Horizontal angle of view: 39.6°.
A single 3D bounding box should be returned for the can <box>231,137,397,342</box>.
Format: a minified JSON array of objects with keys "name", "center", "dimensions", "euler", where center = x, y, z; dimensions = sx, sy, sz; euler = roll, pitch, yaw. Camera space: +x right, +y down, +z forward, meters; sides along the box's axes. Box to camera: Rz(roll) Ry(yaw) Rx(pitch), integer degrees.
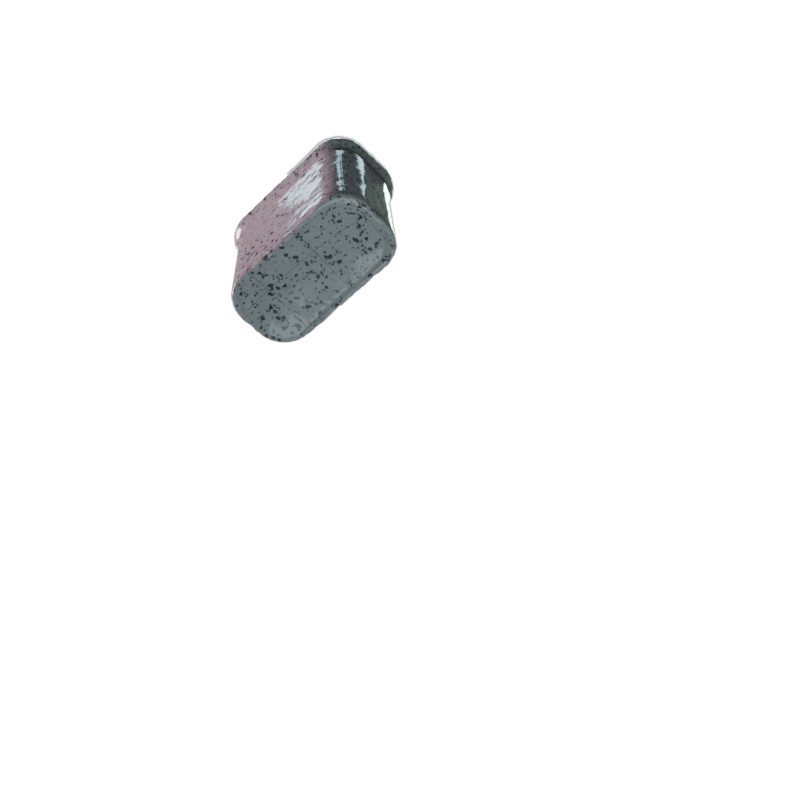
[{"name":"can","center":[-0.050,-0.090,0.633],"dimensions":[0.055,0.101,0.089],"euler":[42,19,-23]}]
